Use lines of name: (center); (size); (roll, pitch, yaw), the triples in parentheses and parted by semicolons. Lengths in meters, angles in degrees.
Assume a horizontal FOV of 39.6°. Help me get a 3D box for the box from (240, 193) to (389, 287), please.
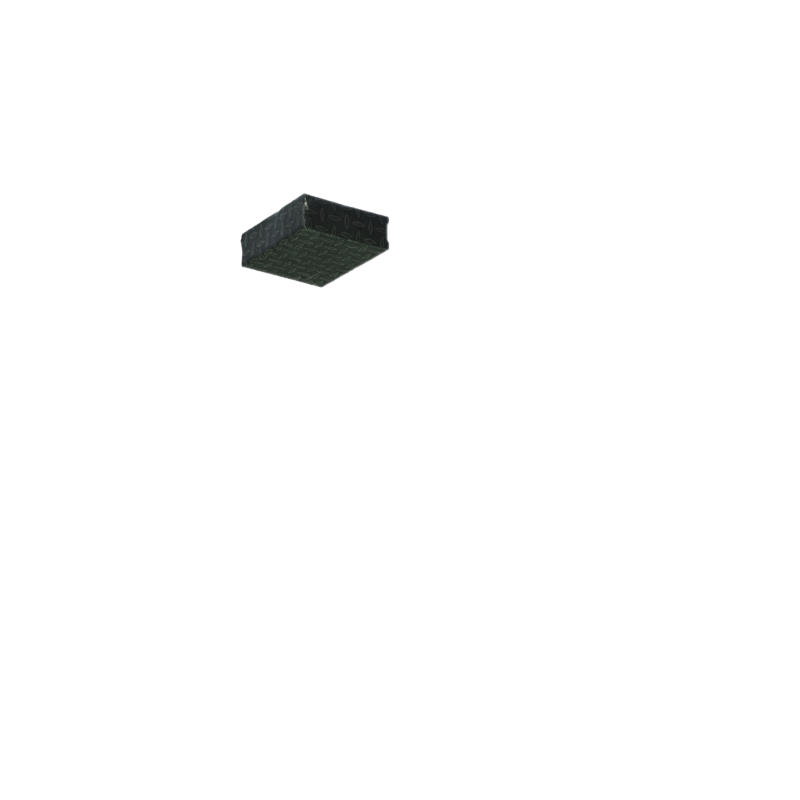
box: (-0.063, -0.114, 0.802); (0.070, 0.032, 0.090); (12, -20, -34)
